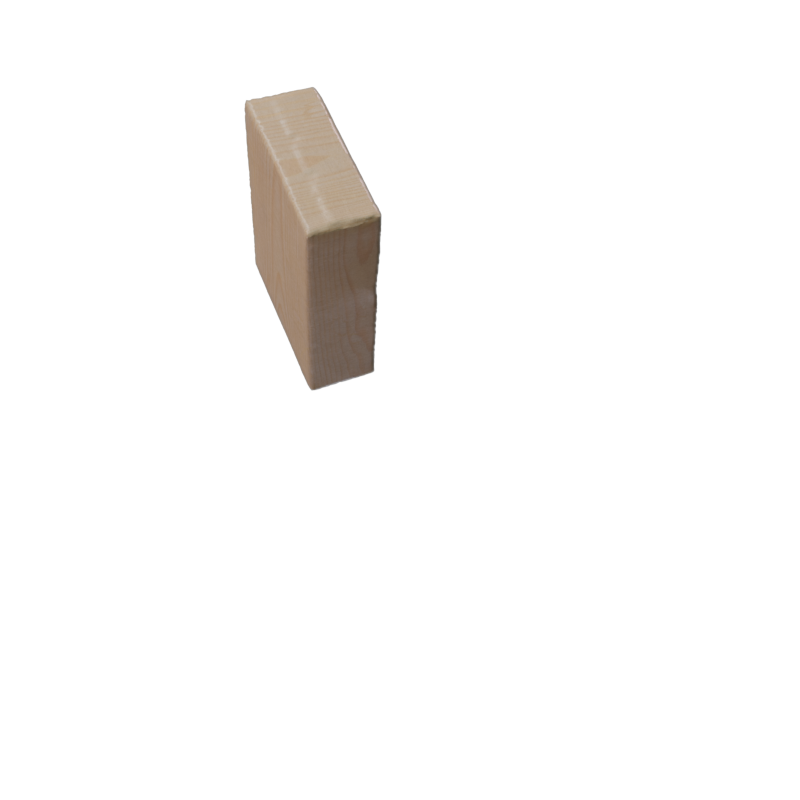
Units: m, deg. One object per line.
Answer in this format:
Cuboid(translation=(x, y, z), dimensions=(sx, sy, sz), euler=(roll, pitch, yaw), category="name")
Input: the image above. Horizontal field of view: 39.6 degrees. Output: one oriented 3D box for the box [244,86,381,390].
Cuboid(translation=(-0.075, -0.138, 0.964), dimensions=(0.071, 0.177, 0.200), euler=(-15, -35, -15), category="box")
